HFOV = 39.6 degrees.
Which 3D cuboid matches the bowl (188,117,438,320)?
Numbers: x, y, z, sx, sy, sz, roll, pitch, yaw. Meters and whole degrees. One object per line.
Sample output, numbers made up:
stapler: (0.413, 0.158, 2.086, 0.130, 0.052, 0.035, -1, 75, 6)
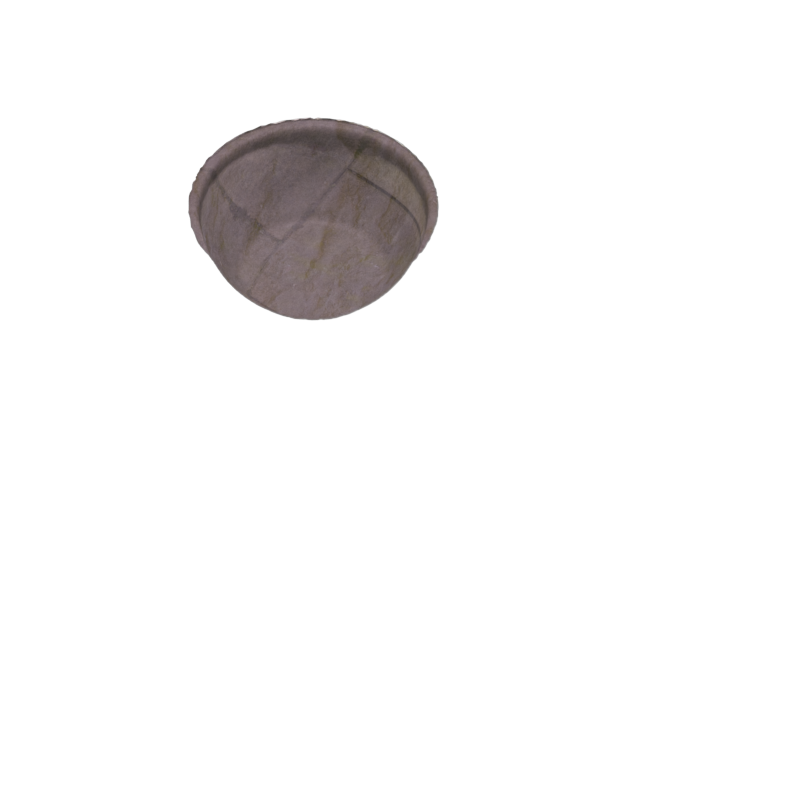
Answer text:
bowl: (-0.055, -0.100, 0.699, 0.162, 0.059, 0.151, 1, -40, -1)
